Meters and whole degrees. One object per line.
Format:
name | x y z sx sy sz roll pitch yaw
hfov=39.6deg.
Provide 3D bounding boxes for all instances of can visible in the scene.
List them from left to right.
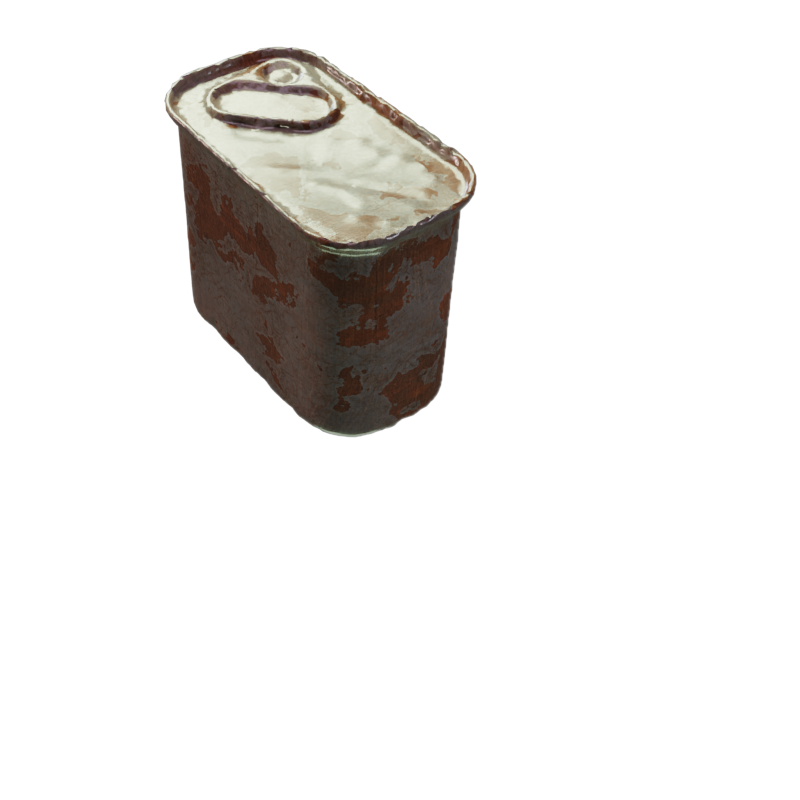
can | -0.027 -0.050 0.350 0.057 0.078 0.110 -26 51 -27
